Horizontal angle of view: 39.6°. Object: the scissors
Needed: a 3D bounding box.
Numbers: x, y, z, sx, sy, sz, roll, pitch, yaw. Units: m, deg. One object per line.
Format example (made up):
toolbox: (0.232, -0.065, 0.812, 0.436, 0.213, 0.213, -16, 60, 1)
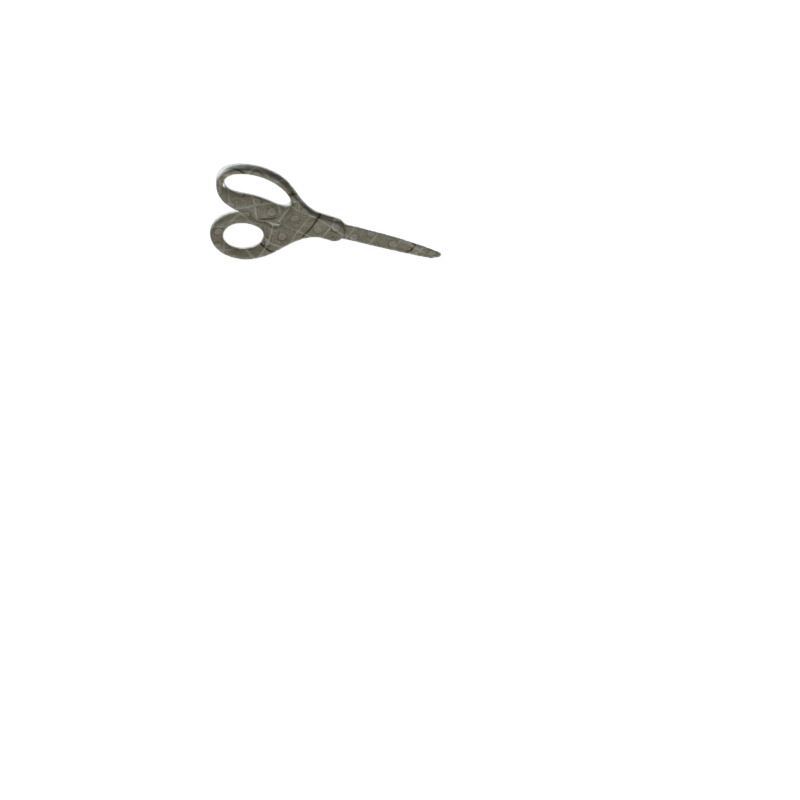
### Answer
scissors: (-0.074, -0.135, 0.945, 0.194, 0.093, 0.017, 27, 31, -18)
